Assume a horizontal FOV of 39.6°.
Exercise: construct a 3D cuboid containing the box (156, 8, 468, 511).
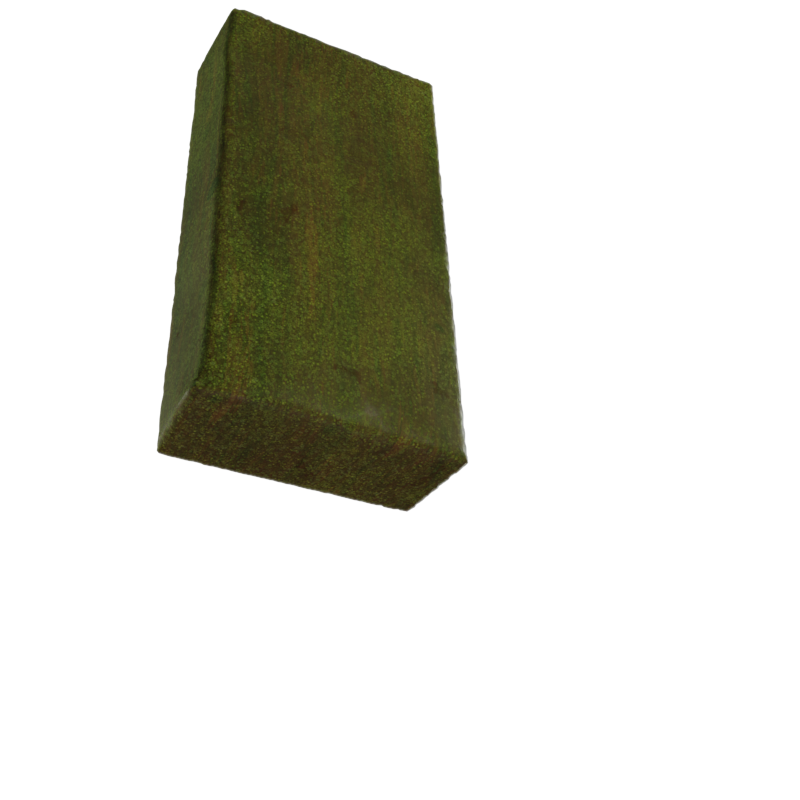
[{"bbox_3d":[-0.031,-0.057,0.399,0.090,0.189,0.046,16,-43,-22],"label":"box"}]
